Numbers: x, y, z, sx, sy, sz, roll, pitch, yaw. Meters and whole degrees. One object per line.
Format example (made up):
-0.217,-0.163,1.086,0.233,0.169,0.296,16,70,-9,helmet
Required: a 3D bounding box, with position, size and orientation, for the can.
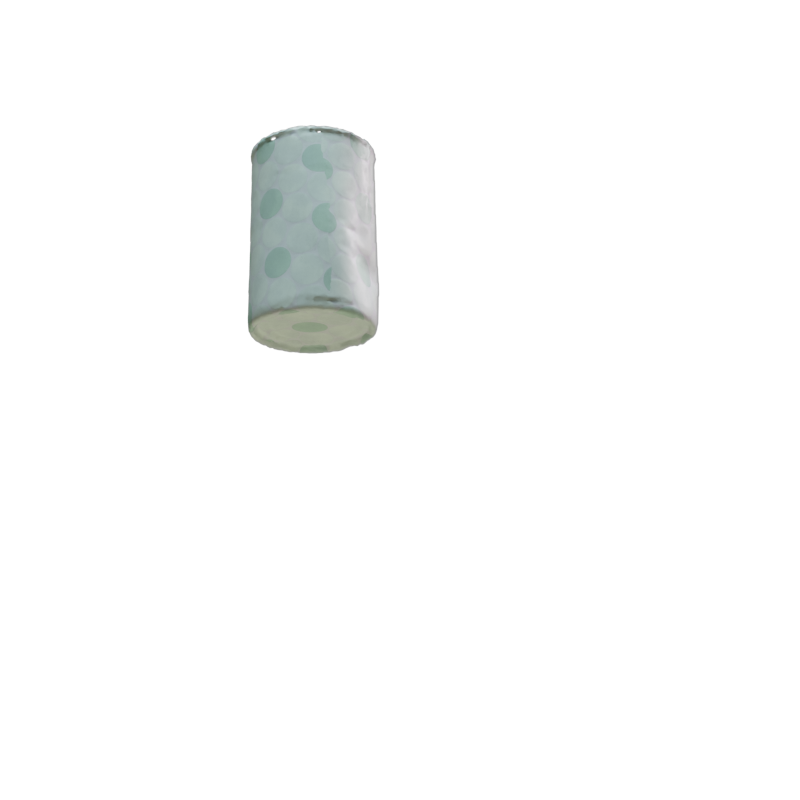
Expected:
-0.046,-0.083,0.582,0.068,0.108,0.065,0,-22,-2,can
